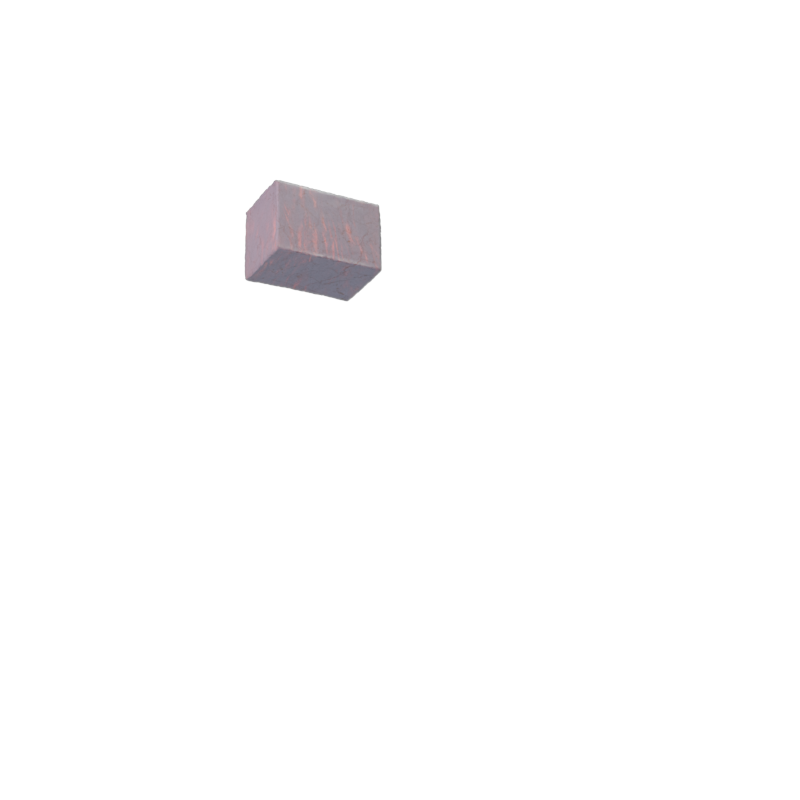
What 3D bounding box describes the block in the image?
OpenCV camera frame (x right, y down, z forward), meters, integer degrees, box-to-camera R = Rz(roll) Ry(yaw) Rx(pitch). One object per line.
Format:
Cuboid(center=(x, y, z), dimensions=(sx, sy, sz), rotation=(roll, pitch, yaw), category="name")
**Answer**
Cuboid(center=(-0.057, -0.105, 0.732), dimensions=(0.075, 0.054, 0.052), rotation=(11, -27, -26), category="block")
